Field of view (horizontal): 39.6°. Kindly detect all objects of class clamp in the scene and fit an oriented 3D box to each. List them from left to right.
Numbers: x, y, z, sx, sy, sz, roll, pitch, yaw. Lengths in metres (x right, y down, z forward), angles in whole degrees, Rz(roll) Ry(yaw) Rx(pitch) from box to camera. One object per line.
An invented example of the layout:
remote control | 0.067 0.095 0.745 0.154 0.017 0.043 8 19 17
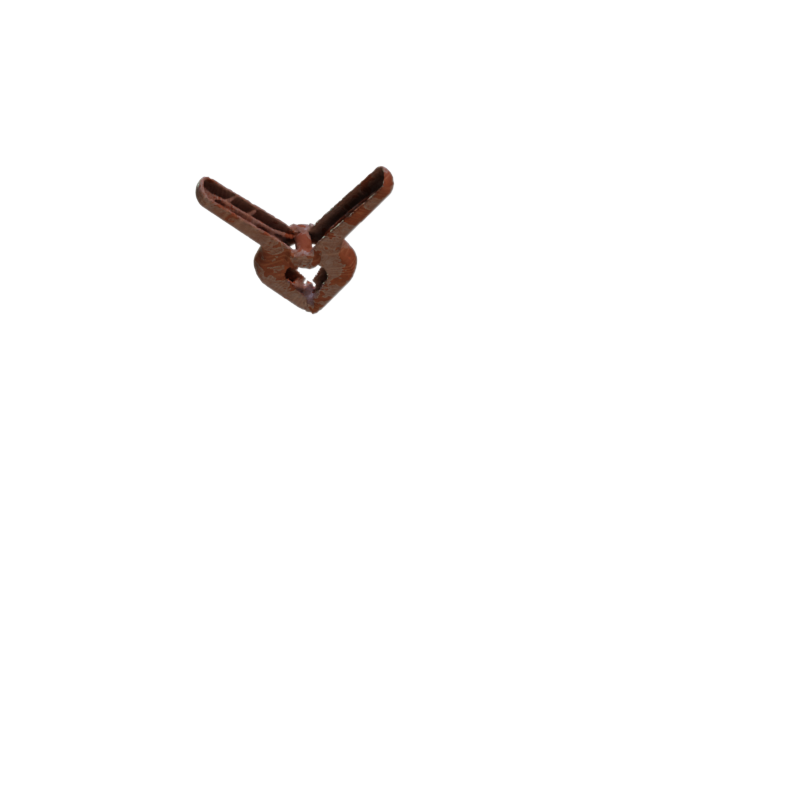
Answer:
clamp | -0.078 -0.141 0.991 0.166 0.039 0.195 -4 -28 8
